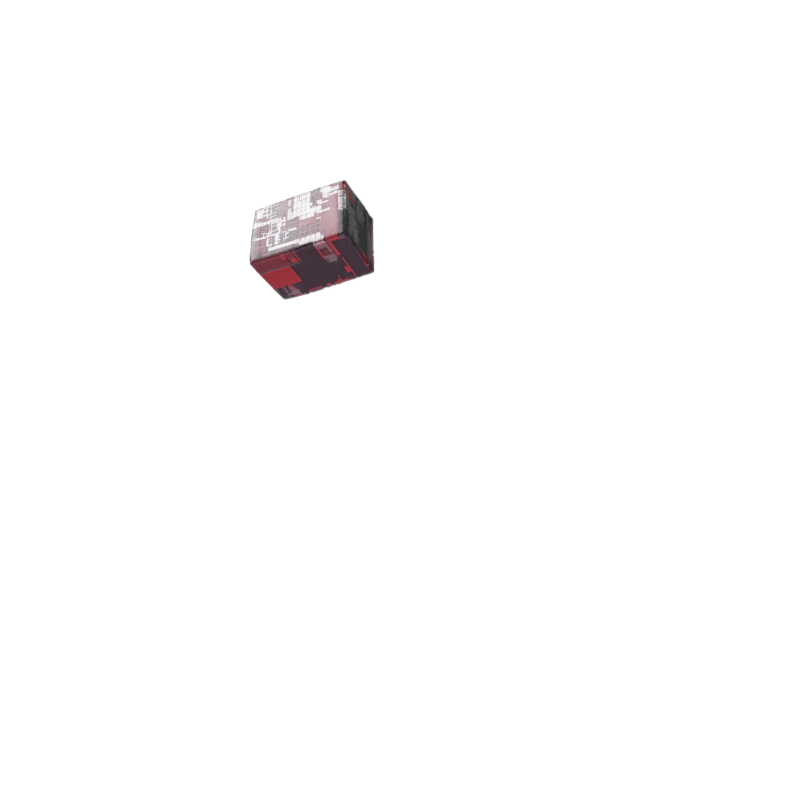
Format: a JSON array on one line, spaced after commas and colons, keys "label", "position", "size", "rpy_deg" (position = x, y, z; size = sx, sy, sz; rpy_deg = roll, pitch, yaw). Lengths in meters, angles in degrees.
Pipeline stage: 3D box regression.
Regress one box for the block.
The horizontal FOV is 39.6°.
[{"label": "block", "position": [-0.064, -0.116, 0.815], "size": [0.079, 0.055, 0.049], "rpy_deg": [-16, -38, 20]}]
